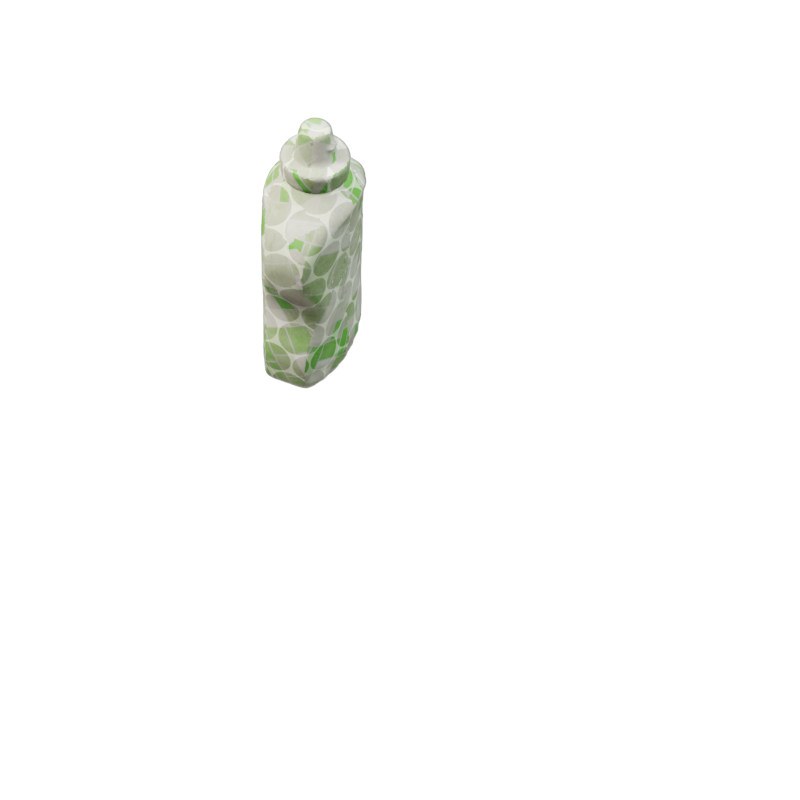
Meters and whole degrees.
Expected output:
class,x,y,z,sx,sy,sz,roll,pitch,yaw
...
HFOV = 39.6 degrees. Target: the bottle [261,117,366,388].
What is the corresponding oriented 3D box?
class,x,y,z,sx,sy,sz,roll,pitch,yaw
bottle,-0.054,-0.098,0.690,0.060,0.100,0.179,20,-37,11
